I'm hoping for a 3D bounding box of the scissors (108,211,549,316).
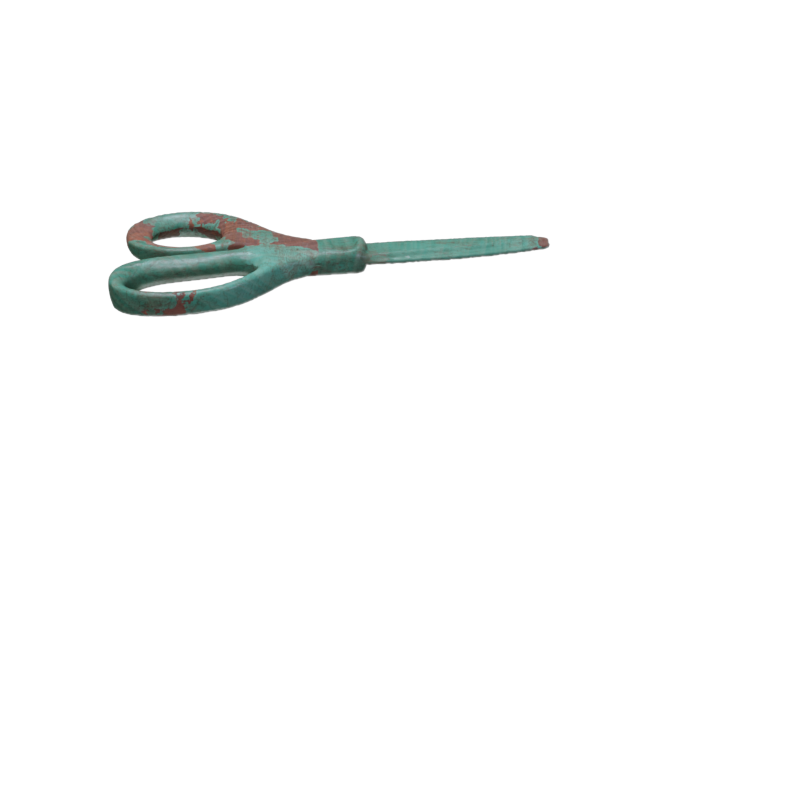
[{"bbox_3d":[-0.041,-0.075,0.522,0.198,0.015,0.104,-14,34,-21],"label":"scissors"}]
